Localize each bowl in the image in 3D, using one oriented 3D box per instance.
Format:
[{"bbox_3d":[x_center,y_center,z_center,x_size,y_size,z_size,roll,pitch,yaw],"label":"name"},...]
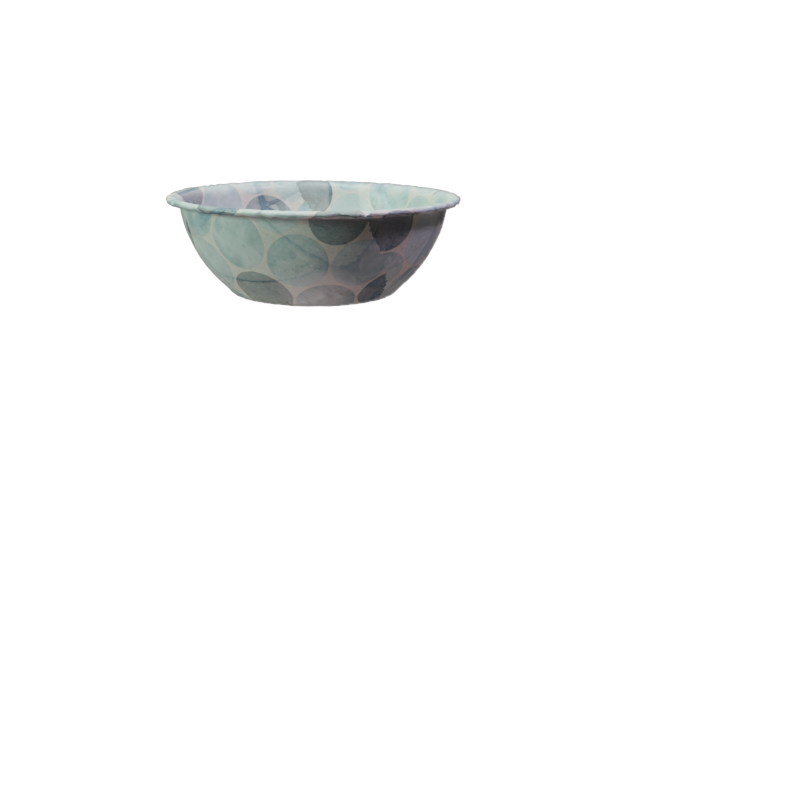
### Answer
[{"bbox_3d":[-0.048,-0.088,0.616,0.162,0.053,0.167,-1,16,-2],"label":"bowl"}]
